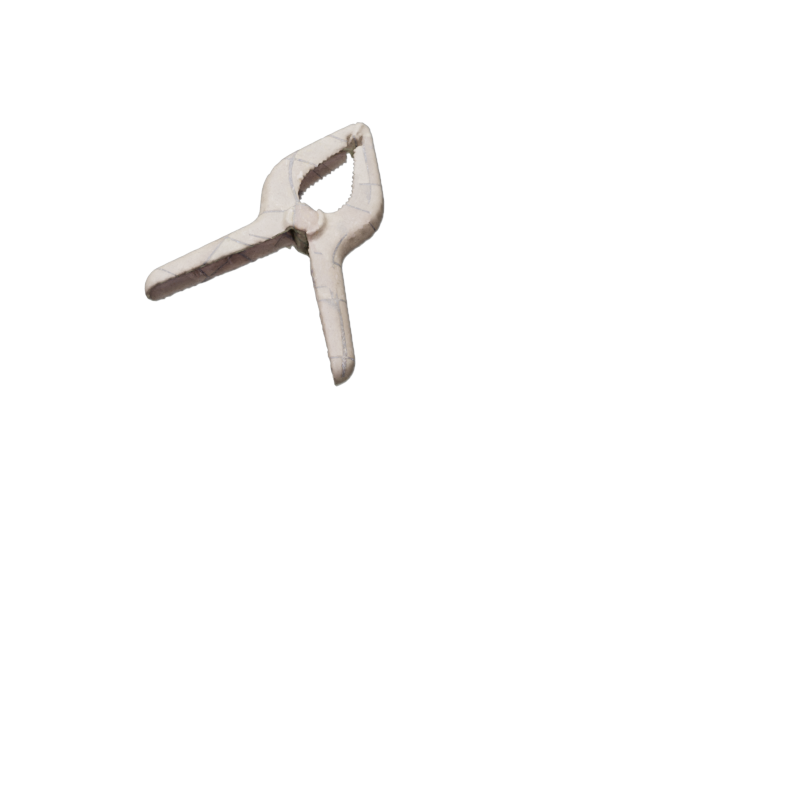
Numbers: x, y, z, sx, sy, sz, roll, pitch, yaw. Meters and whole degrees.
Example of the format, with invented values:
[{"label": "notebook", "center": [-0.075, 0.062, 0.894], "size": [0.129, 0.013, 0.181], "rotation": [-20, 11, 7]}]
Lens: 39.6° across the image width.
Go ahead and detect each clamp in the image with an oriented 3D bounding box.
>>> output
[{"label": "clamp", "center": [-0.064, -0.117, 0.821], "size": [0.171, 0.215, 0.034], "rotation": [29, -25, 15]}]
